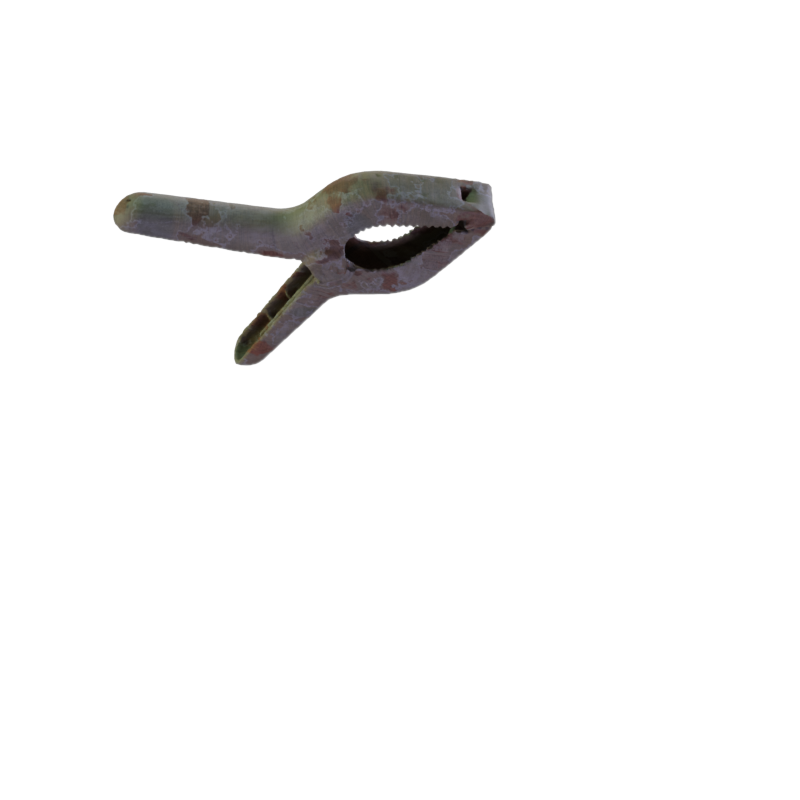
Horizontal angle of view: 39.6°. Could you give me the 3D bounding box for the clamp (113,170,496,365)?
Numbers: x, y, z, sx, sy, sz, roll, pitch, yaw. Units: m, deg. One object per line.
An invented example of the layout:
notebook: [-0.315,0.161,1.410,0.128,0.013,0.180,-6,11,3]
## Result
clamp: [-0.051,-0.093,0.650,0.212,0.039,0.152,-17,-38,23]
